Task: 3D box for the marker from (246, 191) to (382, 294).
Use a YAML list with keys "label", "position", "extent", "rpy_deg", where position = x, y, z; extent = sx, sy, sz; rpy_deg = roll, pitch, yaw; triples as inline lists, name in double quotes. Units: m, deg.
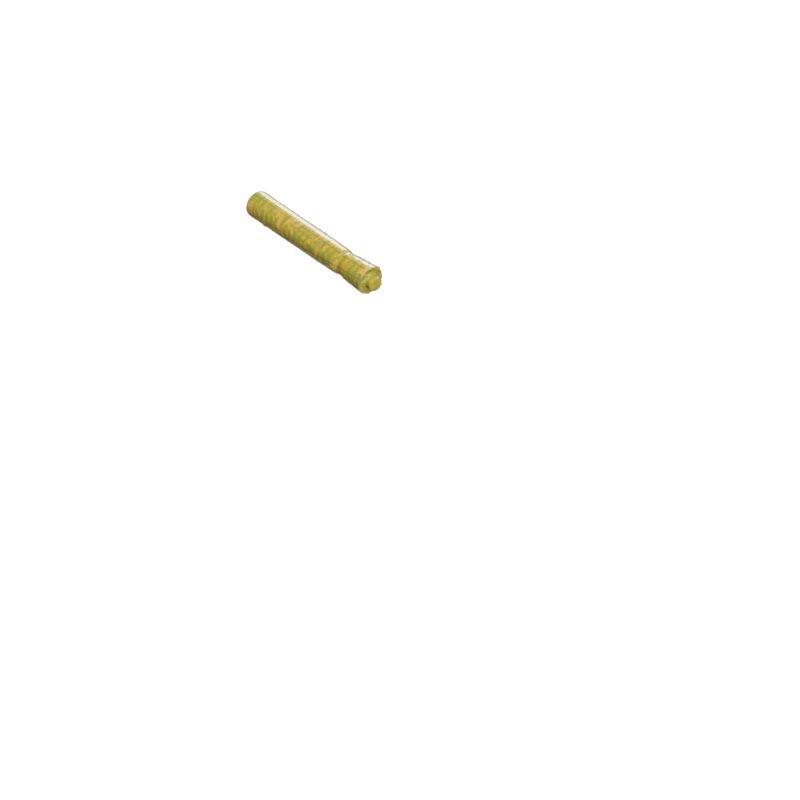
- label: "marker"
  position: [-0.055, -0.100, 0.702]
  extent: [0.019, 0.019, 0.130]
  rpy_deg: [-3, 31, -45]
